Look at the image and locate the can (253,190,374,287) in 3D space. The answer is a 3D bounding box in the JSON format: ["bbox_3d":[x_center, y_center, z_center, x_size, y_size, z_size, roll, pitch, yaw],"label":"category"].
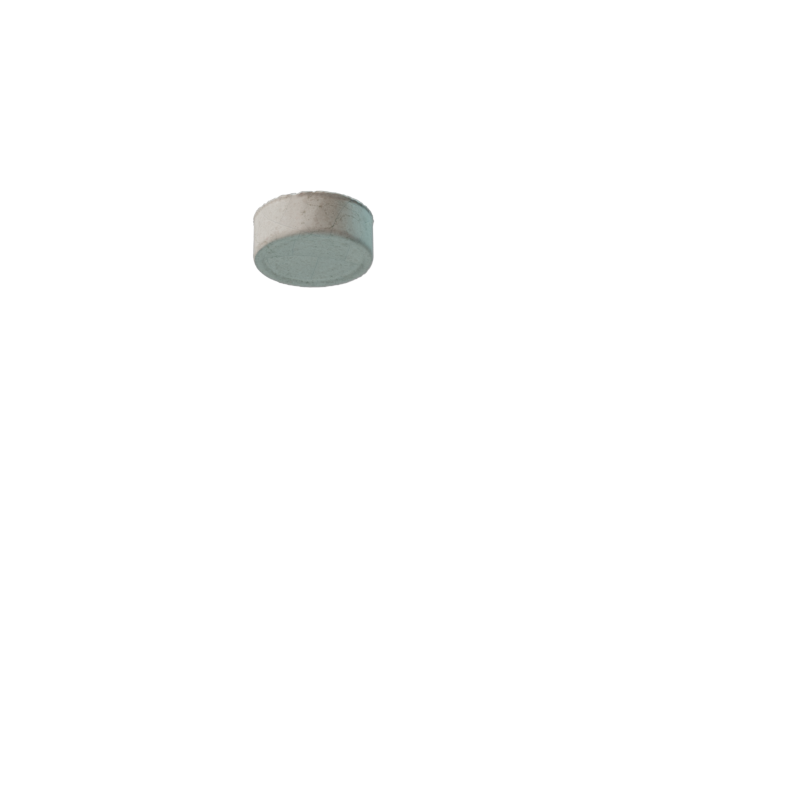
[{"bbox_3d":[-0.061,-0.111,0.779,0.086,0.035,0.081,0,-22,-2],"label":"can"}]
